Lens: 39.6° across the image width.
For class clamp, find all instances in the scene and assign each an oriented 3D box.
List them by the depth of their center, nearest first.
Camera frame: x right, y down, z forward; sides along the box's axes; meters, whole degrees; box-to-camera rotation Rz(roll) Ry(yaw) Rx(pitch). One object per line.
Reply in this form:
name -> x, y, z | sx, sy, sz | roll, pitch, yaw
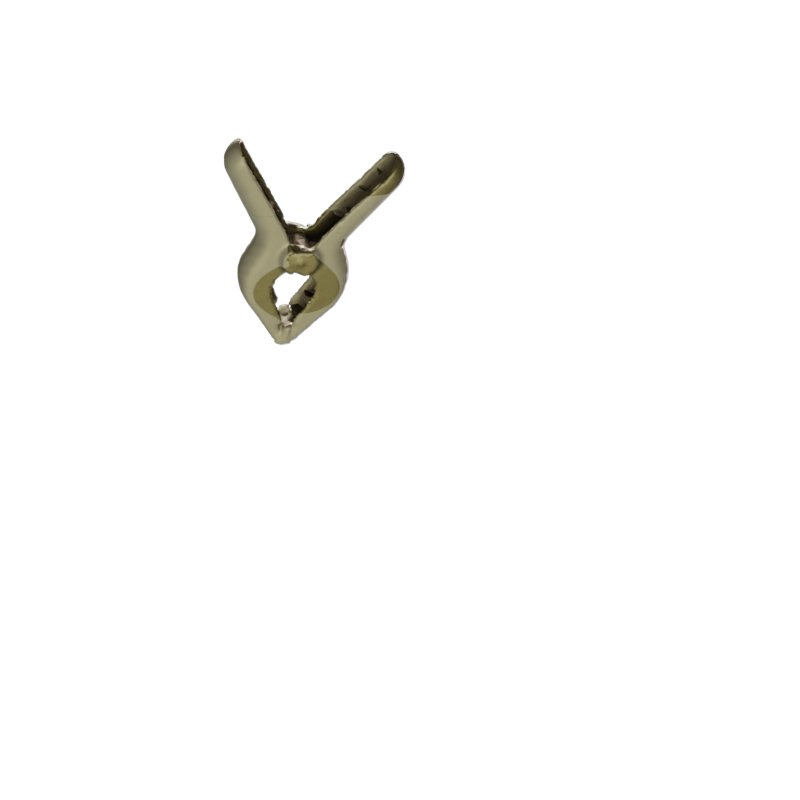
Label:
clamp -> -0.061, -0.110, 0.773 | 0.120, 0.160, 0.042 | 2, 45, -3
